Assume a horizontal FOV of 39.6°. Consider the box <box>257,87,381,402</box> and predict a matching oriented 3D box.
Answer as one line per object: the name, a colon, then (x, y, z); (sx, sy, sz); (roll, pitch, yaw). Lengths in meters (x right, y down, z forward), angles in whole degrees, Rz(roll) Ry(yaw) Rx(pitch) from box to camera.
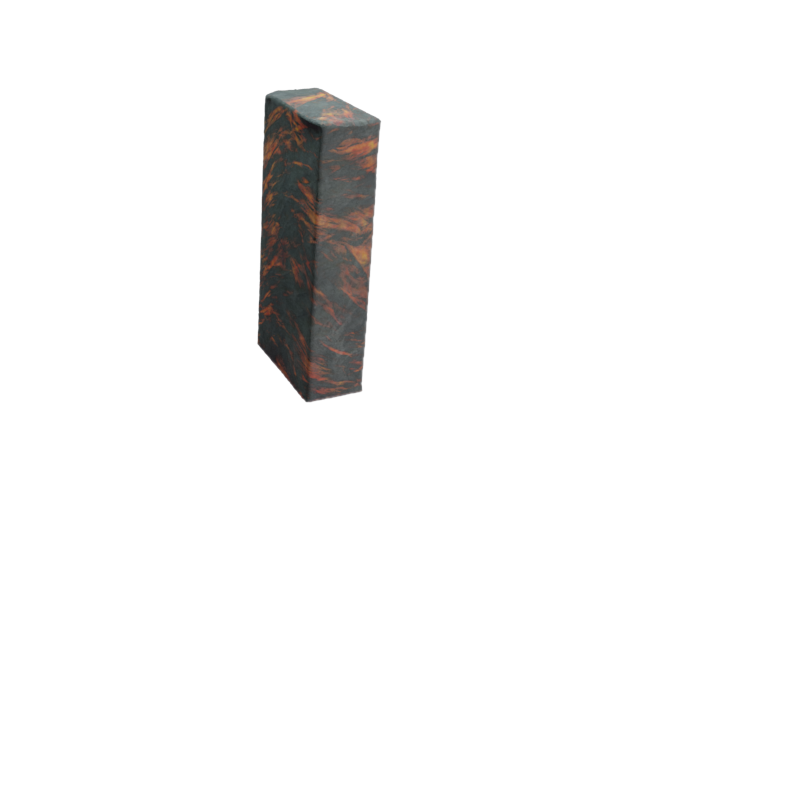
box: (-0.054, -0.099, 0.691); (0.047, 0.168, 0.100); (-8, 24, -24)
